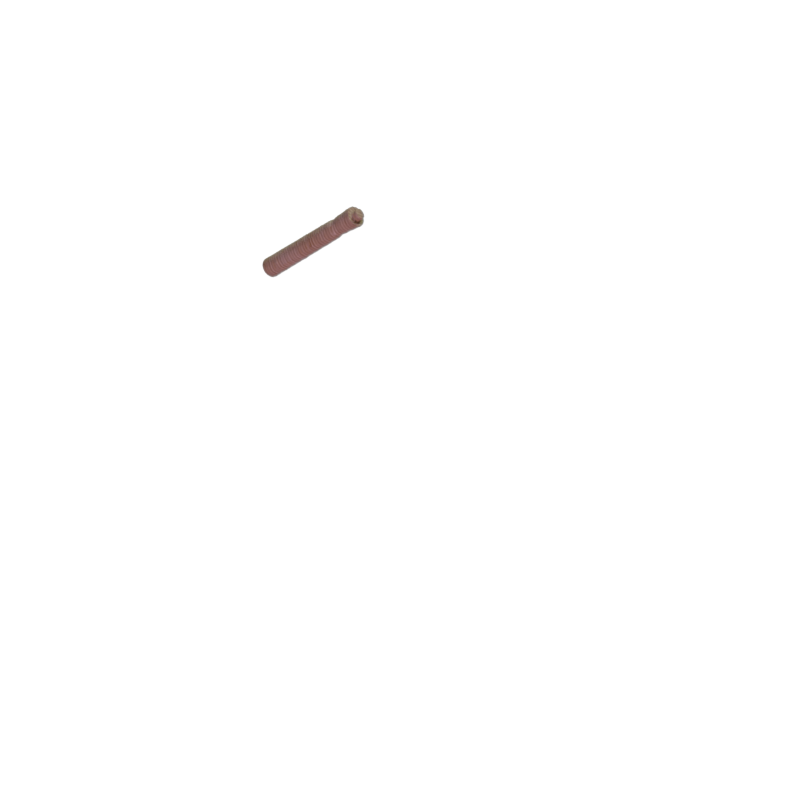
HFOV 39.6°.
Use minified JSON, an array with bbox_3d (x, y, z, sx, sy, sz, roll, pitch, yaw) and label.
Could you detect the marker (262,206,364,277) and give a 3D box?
[{"bbox_3d":[-0.076,-0.138,0.969,0.121,0.020,0.019,-24,-13,40],"label":"marker"}]
